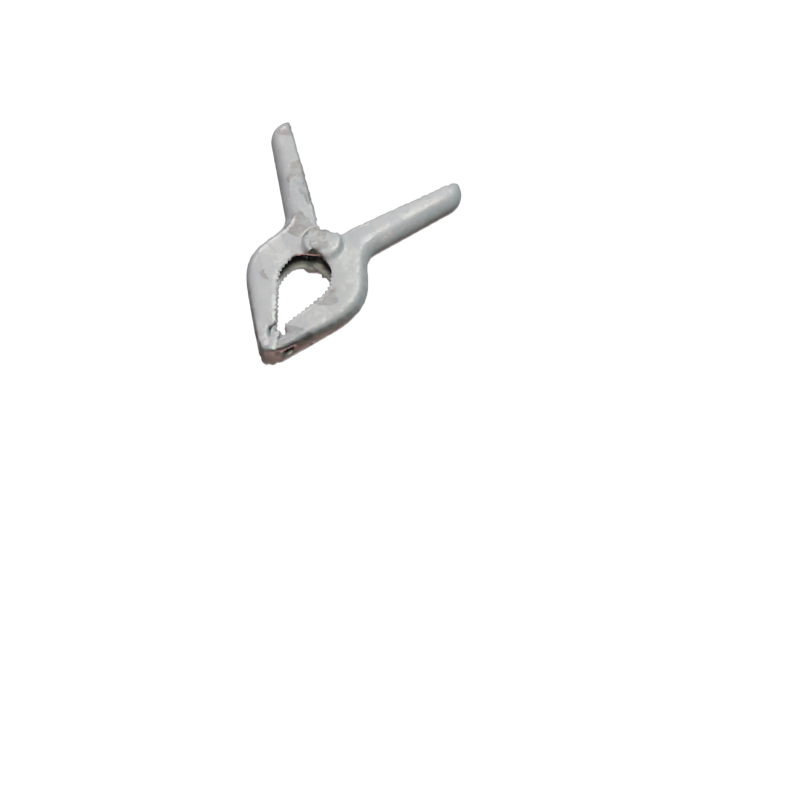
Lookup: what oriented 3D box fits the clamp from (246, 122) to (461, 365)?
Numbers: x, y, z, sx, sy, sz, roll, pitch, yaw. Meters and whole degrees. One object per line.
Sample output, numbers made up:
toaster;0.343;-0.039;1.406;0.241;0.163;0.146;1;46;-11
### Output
clamp;-0.068;-0.124;0.872;0.170;0.216;0.034;26;-27;14
